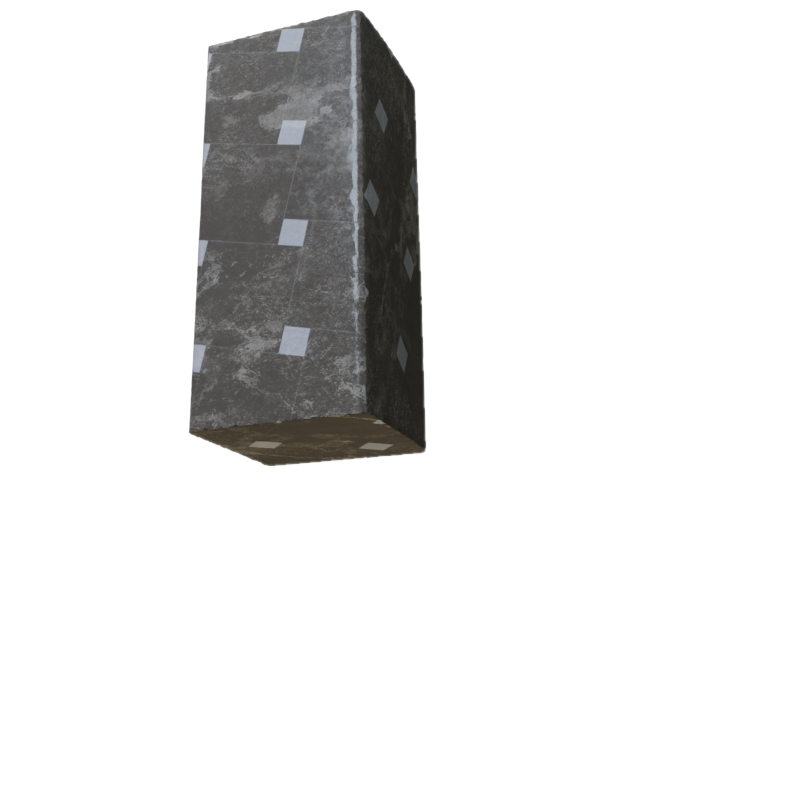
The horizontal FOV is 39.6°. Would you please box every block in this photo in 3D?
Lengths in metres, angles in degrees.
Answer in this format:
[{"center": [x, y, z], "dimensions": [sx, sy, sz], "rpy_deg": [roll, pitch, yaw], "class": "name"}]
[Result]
[{"center": [-0.044, -0.080, 0.565], "dimensions": [0.092, 0.217, 0.084], "rpy_deg": [-9, -22, 19], "class": "block"}]
